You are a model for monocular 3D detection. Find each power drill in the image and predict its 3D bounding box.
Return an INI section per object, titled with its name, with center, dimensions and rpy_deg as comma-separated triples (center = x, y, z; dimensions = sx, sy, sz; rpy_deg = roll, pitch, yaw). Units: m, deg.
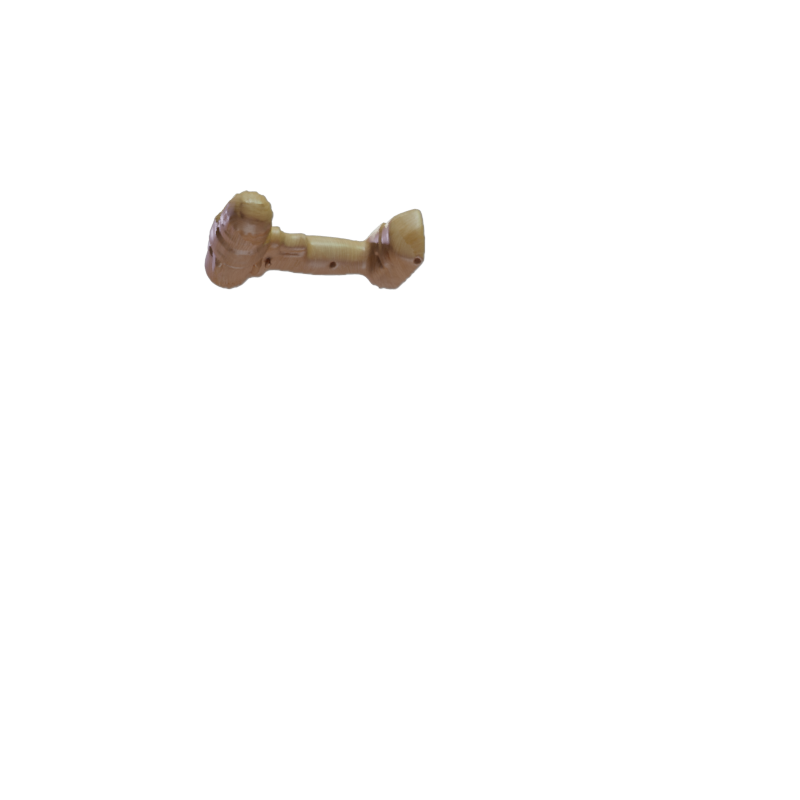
[power drill]
center = -0.077, -0.141, 0.987
dimensions = 0.184, 0.059, 0.182
rpy_deg = 2, -9, -13
